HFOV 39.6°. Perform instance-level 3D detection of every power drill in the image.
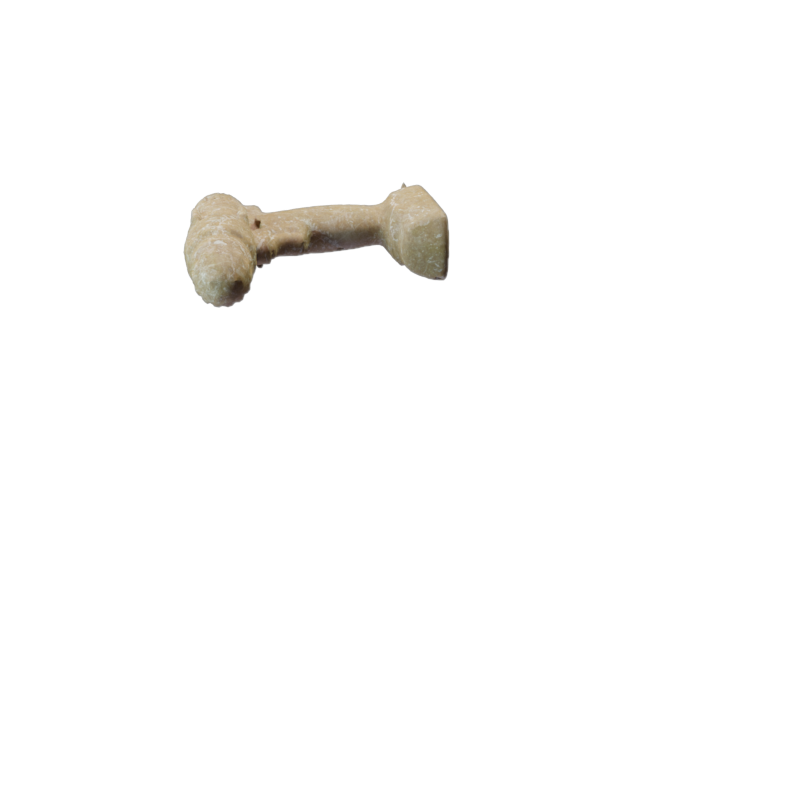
[{"bbox_3d":[-0.063,-0.115,0.806,0.186,0.055,0.195,-3,24,-7],"label":"power drill"}]
